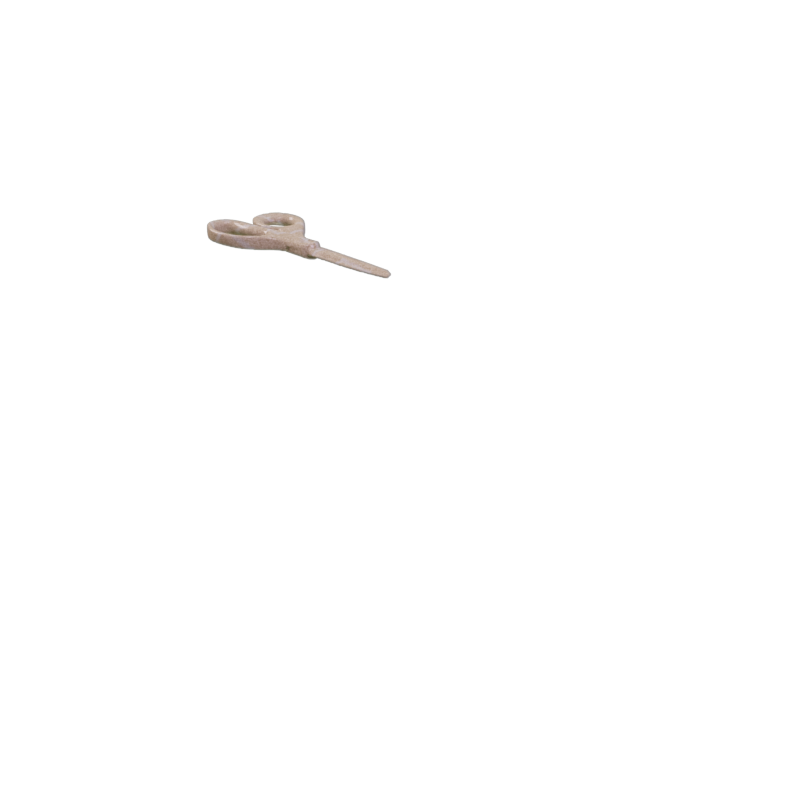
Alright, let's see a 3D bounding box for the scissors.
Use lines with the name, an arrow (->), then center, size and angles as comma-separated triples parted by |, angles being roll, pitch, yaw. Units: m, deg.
scissors -> -0.075, -0.137, 0.957 | 0.211, 0.015, 0.096 | 14, 28, 29
